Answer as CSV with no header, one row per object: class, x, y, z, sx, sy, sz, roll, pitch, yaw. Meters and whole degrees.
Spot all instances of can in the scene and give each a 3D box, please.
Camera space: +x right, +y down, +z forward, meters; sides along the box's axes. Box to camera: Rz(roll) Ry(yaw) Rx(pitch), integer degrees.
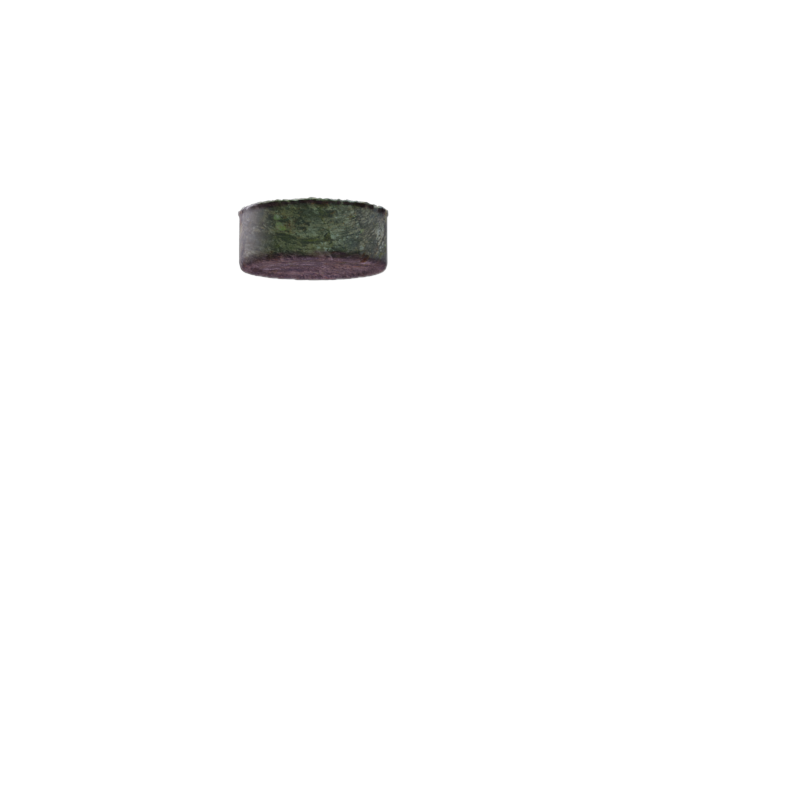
can,-0.049,-0.090,0.629,0.086,0.034,0.085,0,-3,-2
